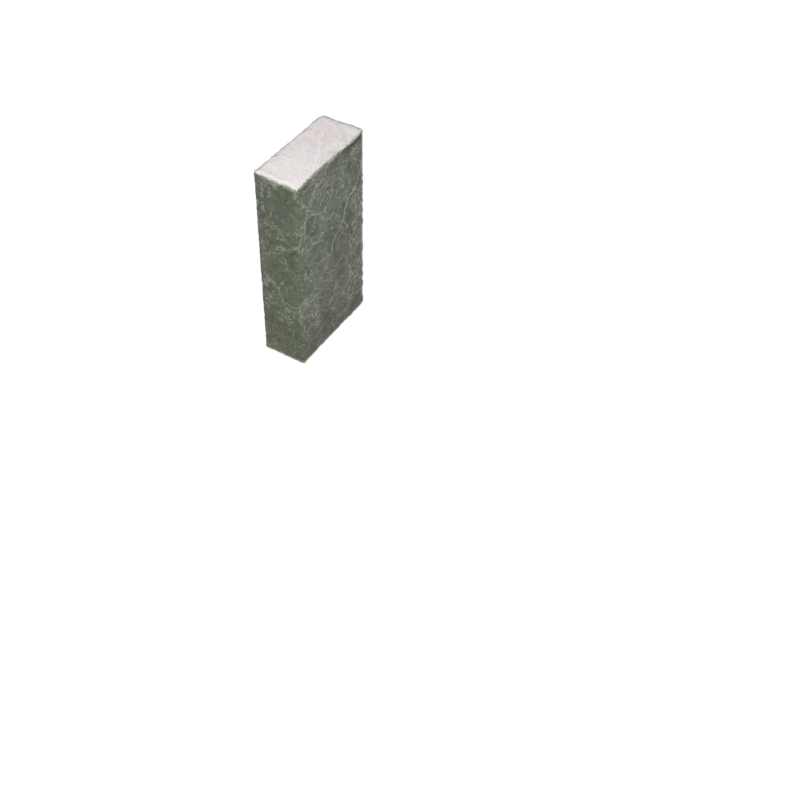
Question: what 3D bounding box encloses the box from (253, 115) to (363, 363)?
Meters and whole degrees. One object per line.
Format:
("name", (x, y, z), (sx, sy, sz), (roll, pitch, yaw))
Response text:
("box", (-0.068, -0.124, 0.871), (0.050, 0.164, 0.096), (24, 48, 20))
